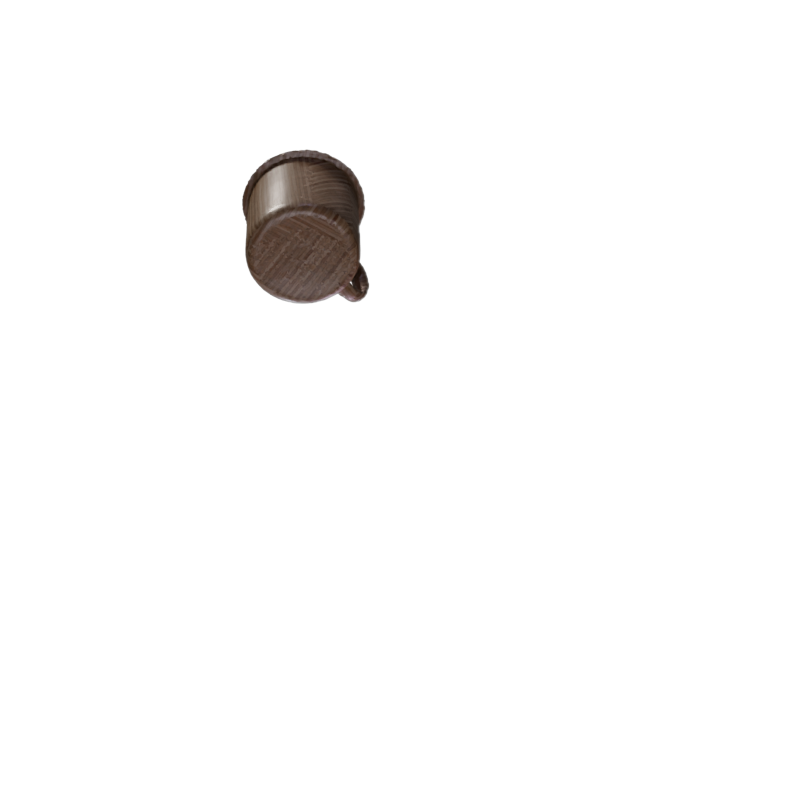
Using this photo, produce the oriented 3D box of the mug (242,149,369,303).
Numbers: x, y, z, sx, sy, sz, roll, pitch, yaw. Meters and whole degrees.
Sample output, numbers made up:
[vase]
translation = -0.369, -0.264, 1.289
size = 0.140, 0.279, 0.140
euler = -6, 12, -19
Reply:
[mug]
translation = -0.064, -0.116, 0.812
size = 0.093, 0.110, 0.087
euler = -32, 28, 18
